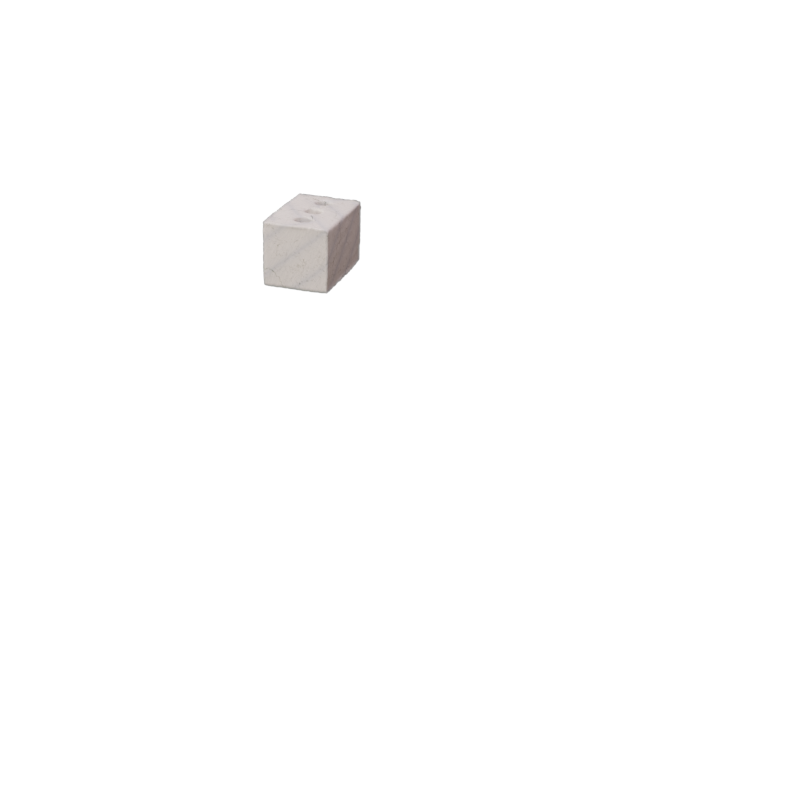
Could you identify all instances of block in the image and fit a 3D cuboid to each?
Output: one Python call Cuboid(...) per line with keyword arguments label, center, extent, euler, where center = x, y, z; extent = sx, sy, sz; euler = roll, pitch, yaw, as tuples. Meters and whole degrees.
Cuboid(label="block", center=(-0.066, -0.120, 0.843), extent=(0.054, 0.049, 0.080), euler=(8, 26, 15))
